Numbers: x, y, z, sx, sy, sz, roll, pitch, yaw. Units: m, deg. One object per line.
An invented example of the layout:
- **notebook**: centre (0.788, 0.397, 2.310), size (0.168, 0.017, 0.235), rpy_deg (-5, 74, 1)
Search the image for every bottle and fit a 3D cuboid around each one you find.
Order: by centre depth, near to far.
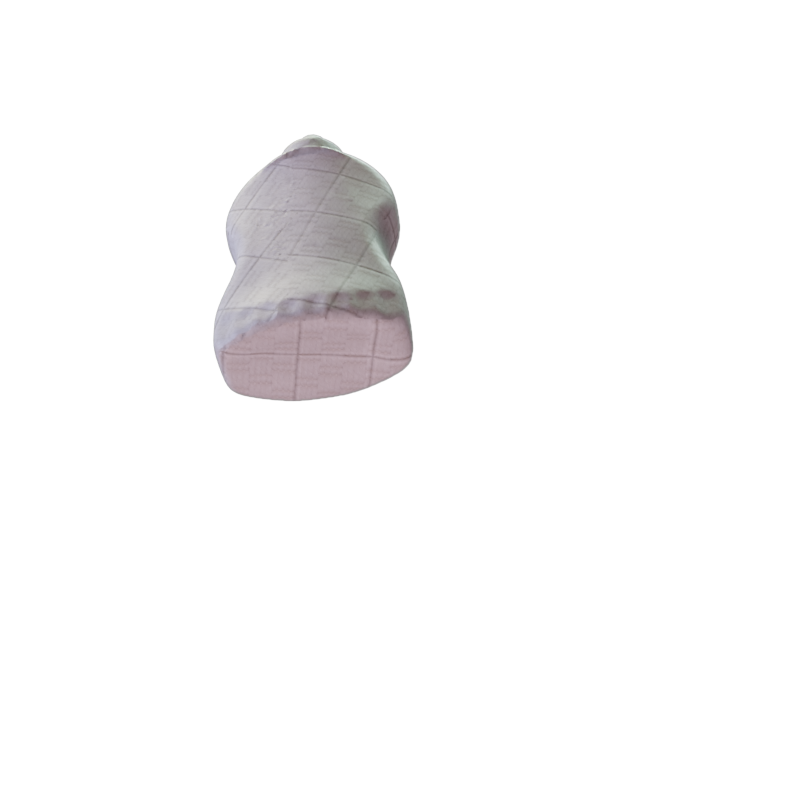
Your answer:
- **bottle**: centre (-0.048, -0.087, 0.607), size (0.096, 0.054, 0.206), rpy_deg (-11, 42, 6)
